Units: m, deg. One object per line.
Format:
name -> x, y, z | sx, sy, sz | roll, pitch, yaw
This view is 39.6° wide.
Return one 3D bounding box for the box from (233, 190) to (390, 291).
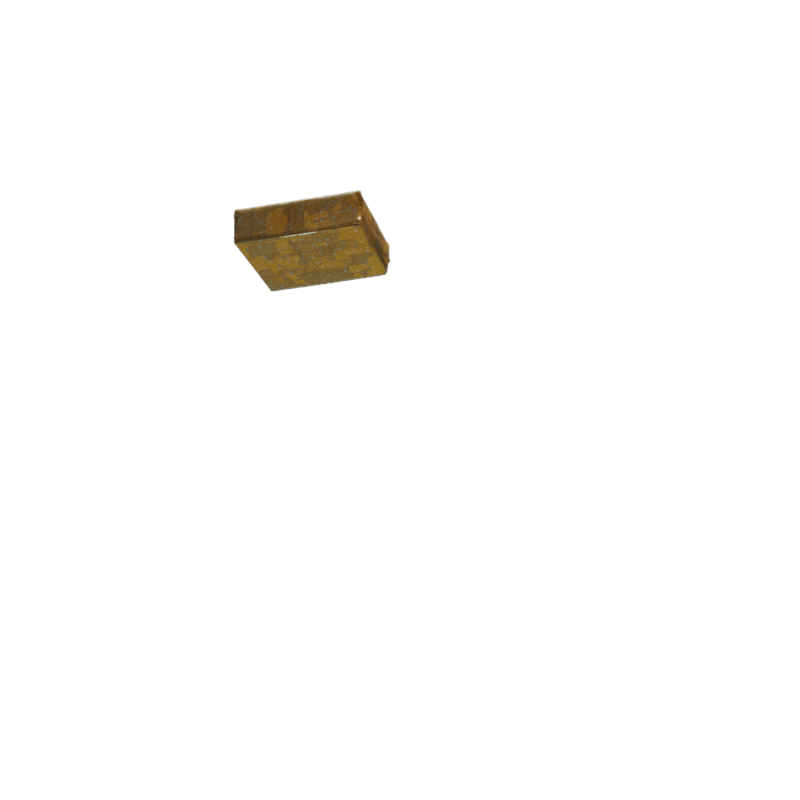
box -> -0.058, -0.107, 0.749 | 0.090, 0.032, 0.068 | -7, -25, 15
